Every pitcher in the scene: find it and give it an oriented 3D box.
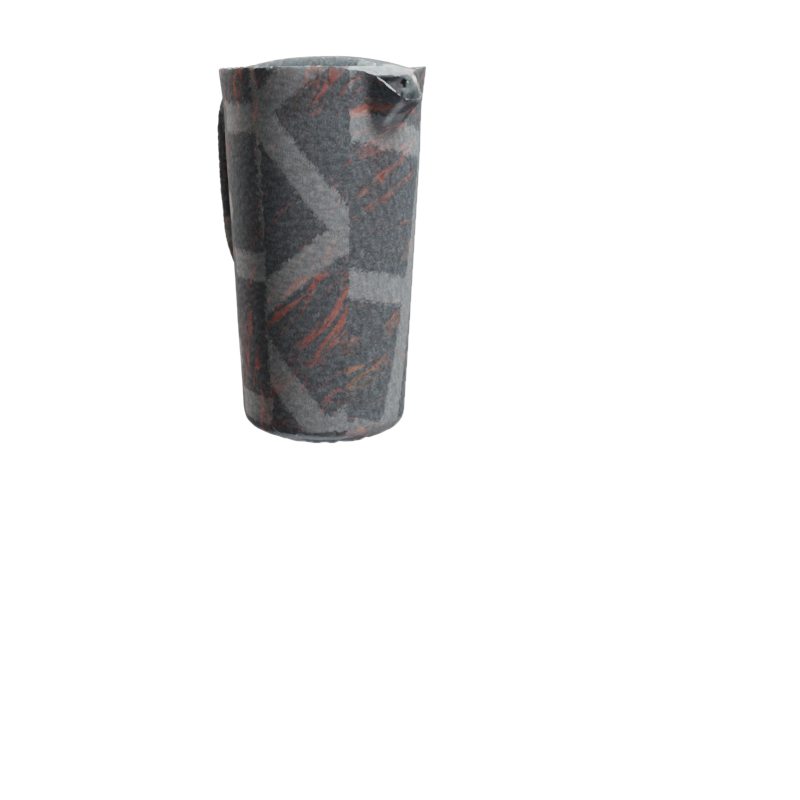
[{"bbox_3d":[-0.058,-0.105,0.737,0.145,0.238,0.152,1,11,1],"label":"pitcher"}]
